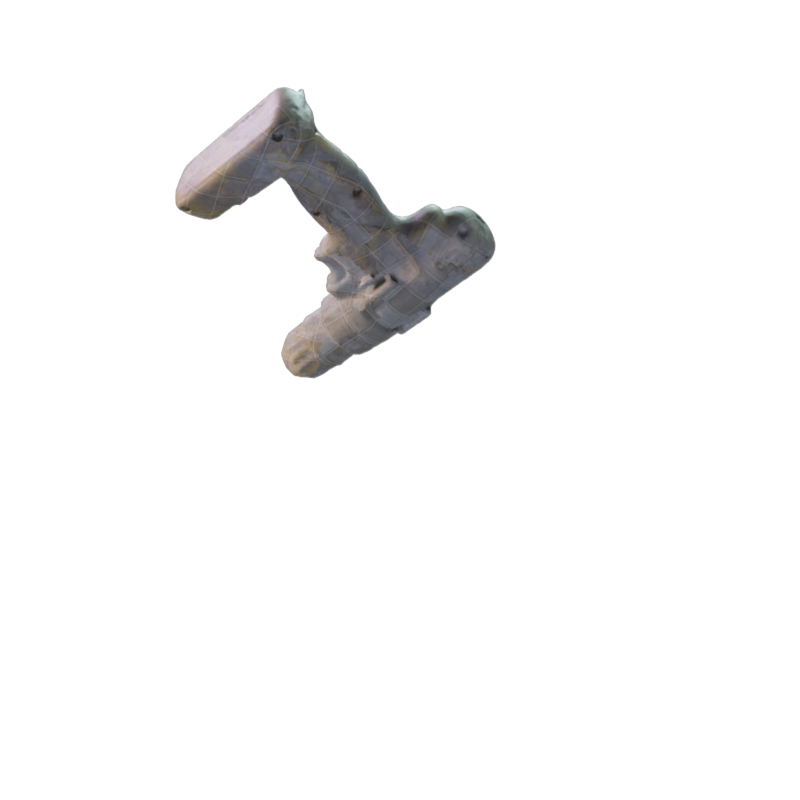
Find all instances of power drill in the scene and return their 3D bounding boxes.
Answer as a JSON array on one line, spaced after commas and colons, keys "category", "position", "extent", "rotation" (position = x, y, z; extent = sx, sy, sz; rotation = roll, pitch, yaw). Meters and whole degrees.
[{"category": "power drill", "position": [-0.059, -0.107, 0.749], "extent": [0.183, 0.061, 0.177], "rotation": [-36, -59, 26]}]
